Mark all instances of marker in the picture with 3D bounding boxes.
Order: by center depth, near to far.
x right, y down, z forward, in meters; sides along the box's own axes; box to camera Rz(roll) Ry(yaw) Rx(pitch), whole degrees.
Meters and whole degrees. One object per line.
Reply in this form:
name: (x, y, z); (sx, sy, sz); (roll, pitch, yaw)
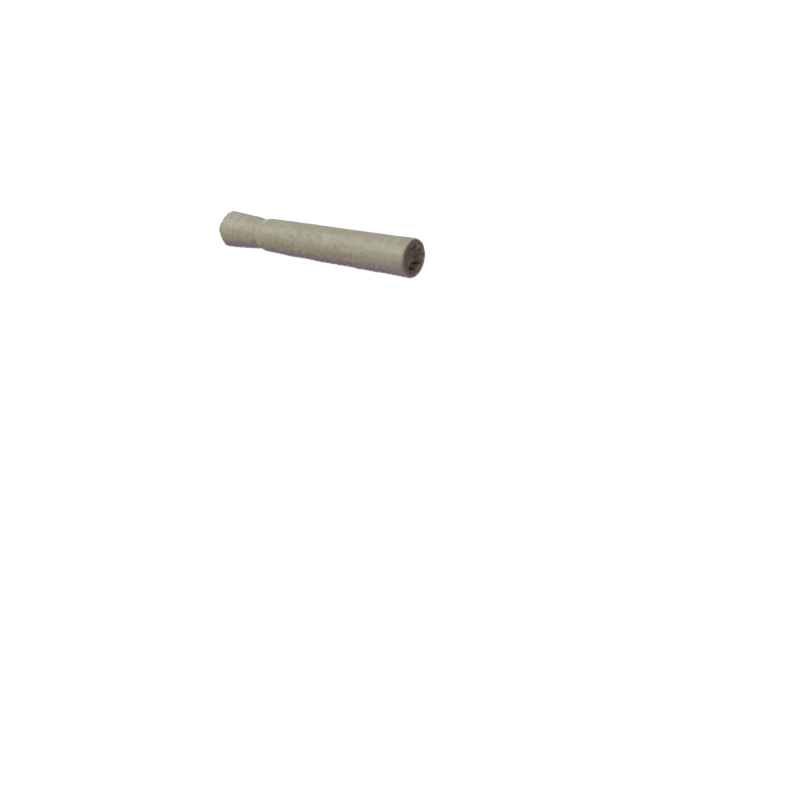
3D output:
marker: (-0.043, -0.078, 0.548); (0.127, 0.019, 0.019); (15, 12, 36)
